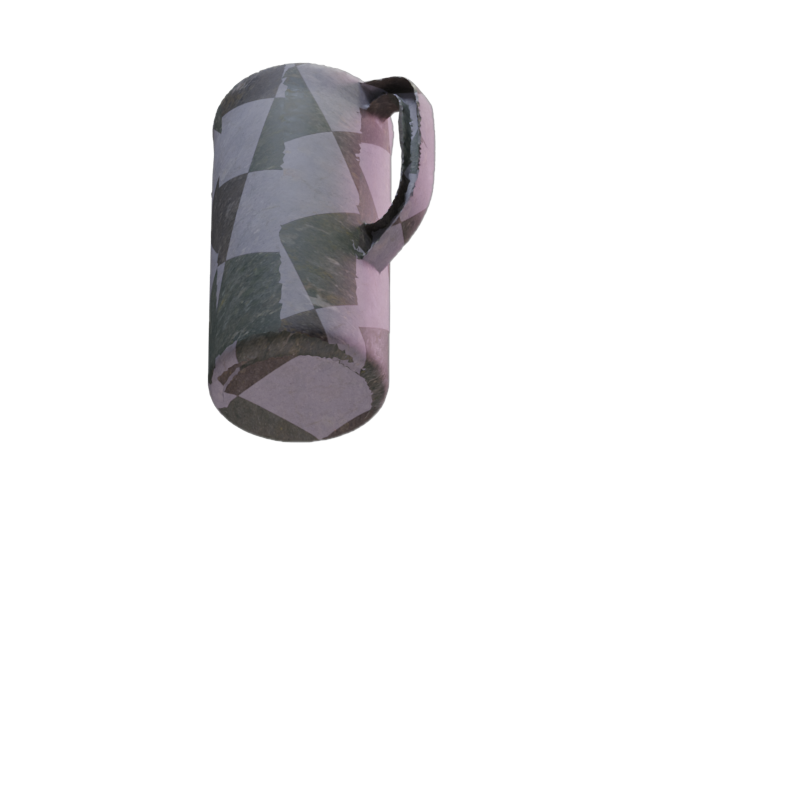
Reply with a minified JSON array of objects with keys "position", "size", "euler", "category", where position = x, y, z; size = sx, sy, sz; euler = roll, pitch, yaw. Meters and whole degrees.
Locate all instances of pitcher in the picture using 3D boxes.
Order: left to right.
[{"position":[-0.057,-0.104,0.727],"size":[0.143,0.261,0.140],"euler":[4,-40,-9],"category":"pitcher"}]
